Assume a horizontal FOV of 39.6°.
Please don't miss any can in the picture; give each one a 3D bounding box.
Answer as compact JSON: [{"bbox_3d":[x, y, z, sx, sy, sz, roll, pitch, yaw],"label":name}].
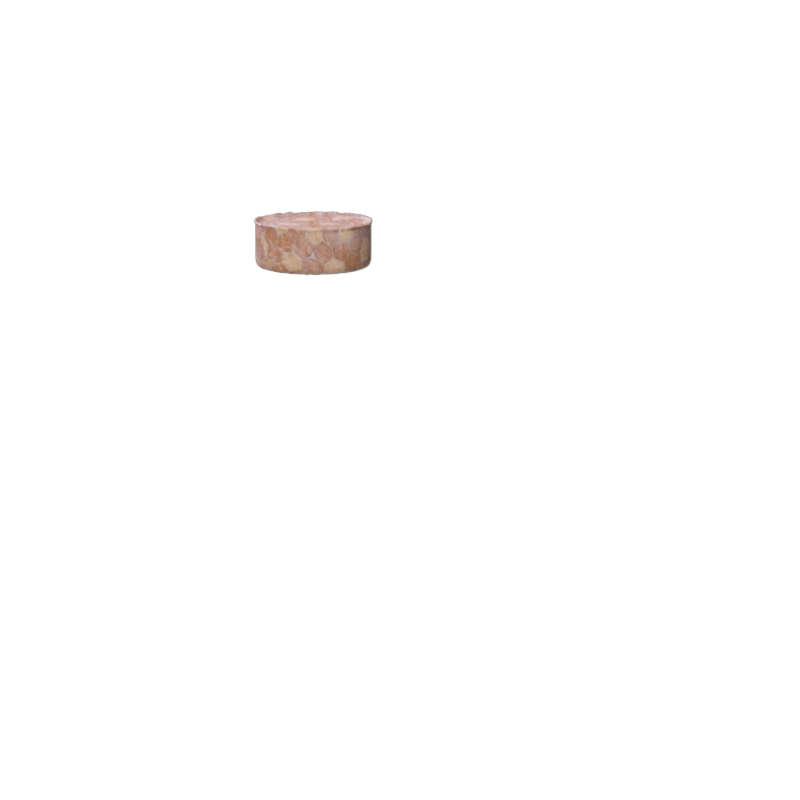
[{"bbox_3d":[-0.063,-0.115,0.802,0.086,0.033,0.089,0,16,-2],"label":"can"}]
